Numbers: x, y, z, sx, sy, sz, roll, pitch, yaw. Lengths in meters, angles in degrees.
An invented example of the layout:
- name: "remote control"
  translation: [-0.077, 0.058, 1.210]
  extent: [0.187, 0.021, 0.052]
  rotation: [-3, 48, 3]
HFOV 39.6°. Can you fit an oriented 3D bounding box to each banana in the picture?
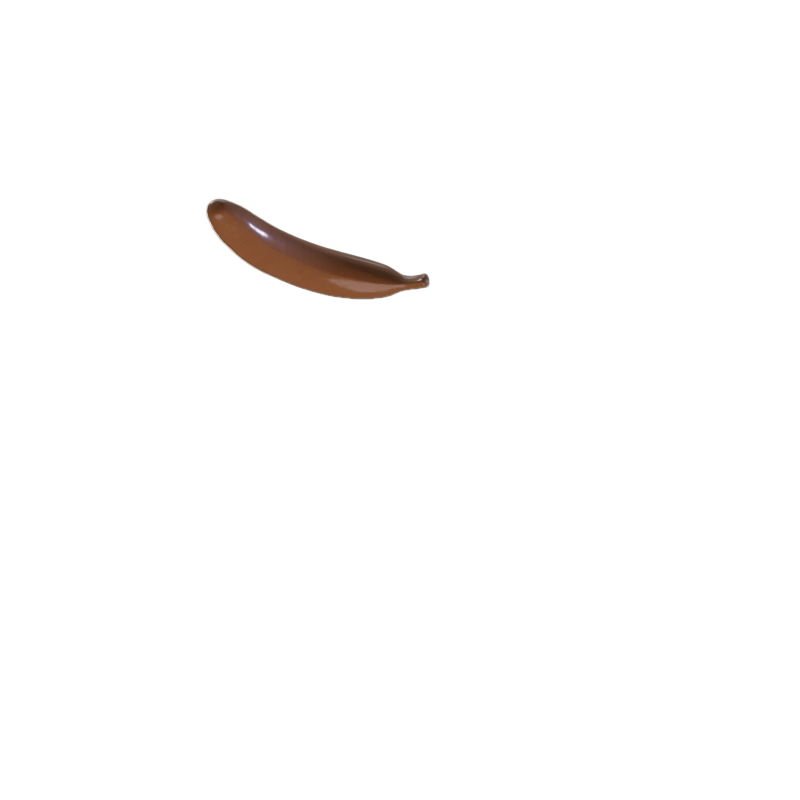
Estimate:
- name: "banana"
  translation: [-0.075, -0.116, 0.884]
  extent: [0.189, 0.039, 0.068]
  rotation: [15, -32, -27]
